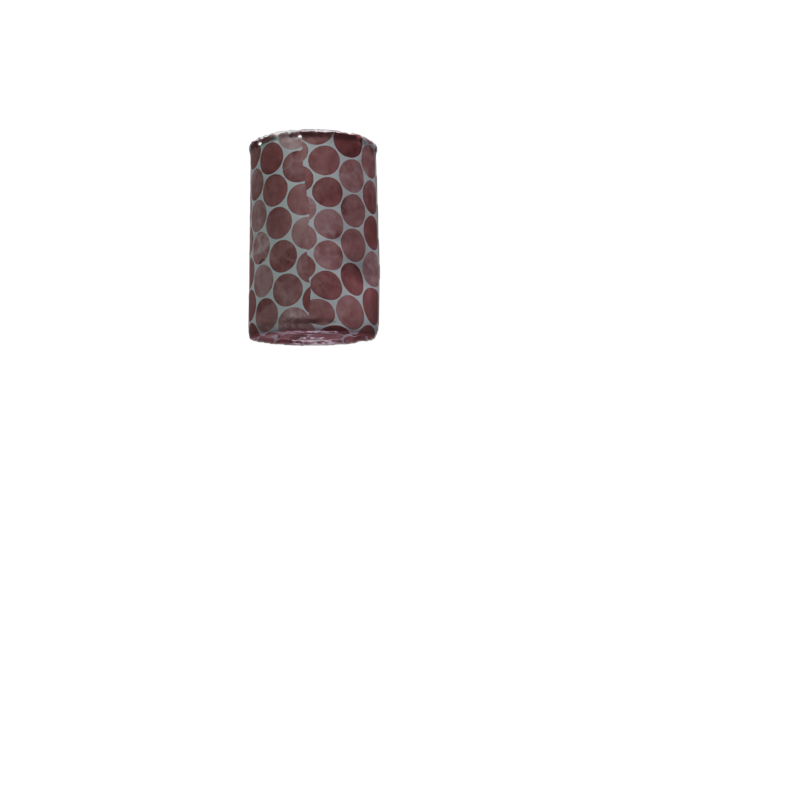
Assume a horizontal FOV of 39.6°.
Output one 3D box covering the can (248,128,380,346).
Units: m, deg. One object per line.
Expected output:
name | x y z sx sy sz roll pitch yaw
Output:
can | -0.045 -0.082 0.576 0.068 0.105 0.067 0 -8 -2
